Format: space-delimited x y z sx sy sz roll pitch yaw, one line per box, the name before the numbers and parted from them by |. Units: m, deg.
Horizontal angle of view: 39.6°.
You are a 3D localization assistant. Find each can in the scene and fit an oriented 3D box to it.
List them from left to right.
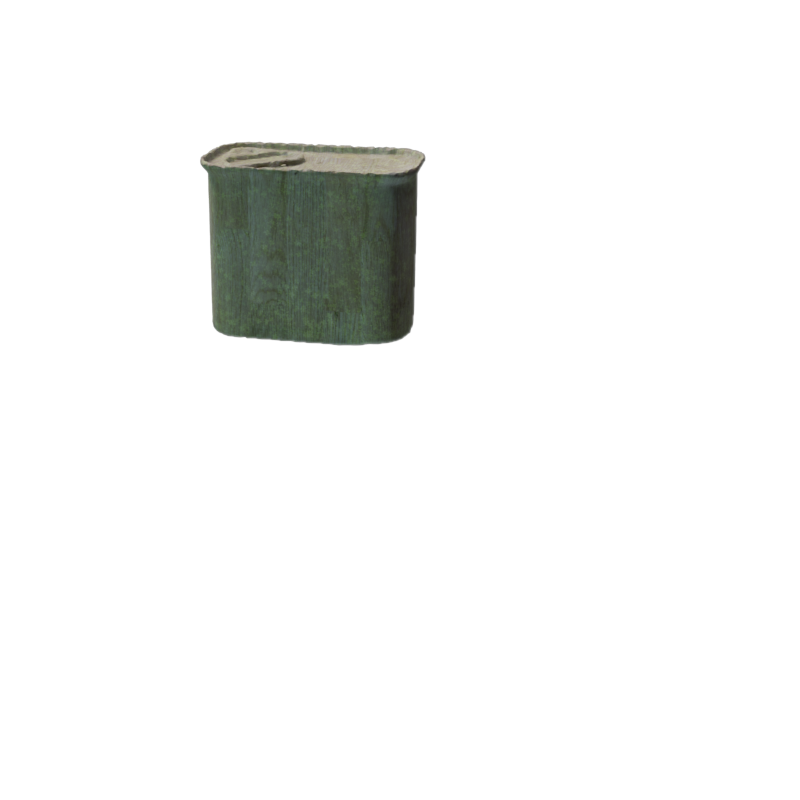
can | -0.041 -0.075 0.525 0.104 0.080 0.059 5 20 11
